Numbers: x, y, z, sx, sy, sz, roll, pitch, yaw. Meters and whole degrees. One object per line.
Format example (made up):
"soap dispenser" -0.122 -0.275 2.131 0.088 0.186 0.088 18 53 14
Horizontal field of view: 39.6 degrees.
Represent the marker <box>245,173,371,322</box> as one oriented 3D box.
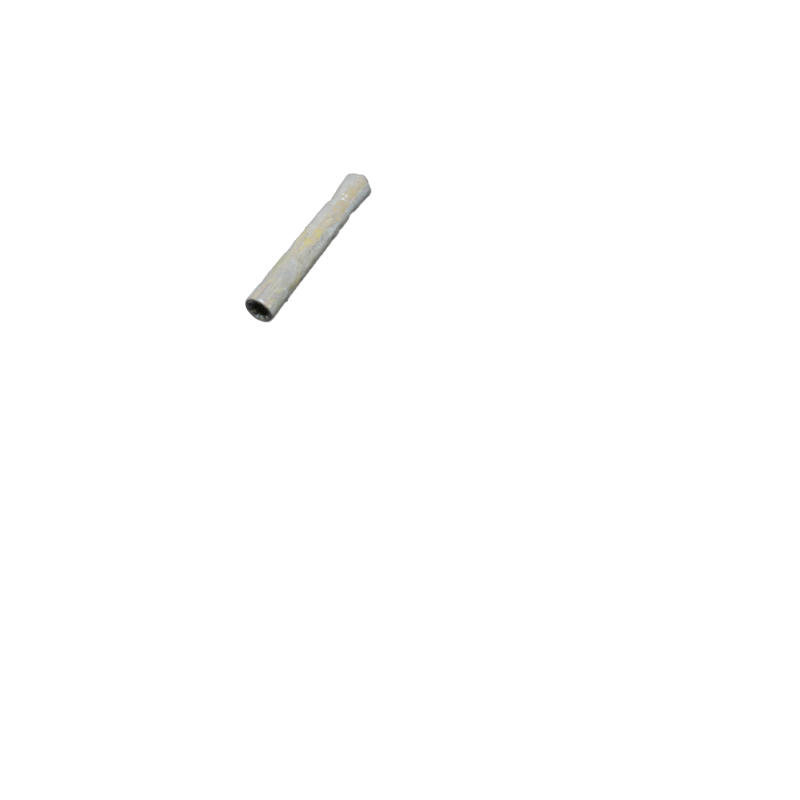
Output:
"marker" -0.051 -0.093 0.653 0.020 0.018 0.125 2 45 38
